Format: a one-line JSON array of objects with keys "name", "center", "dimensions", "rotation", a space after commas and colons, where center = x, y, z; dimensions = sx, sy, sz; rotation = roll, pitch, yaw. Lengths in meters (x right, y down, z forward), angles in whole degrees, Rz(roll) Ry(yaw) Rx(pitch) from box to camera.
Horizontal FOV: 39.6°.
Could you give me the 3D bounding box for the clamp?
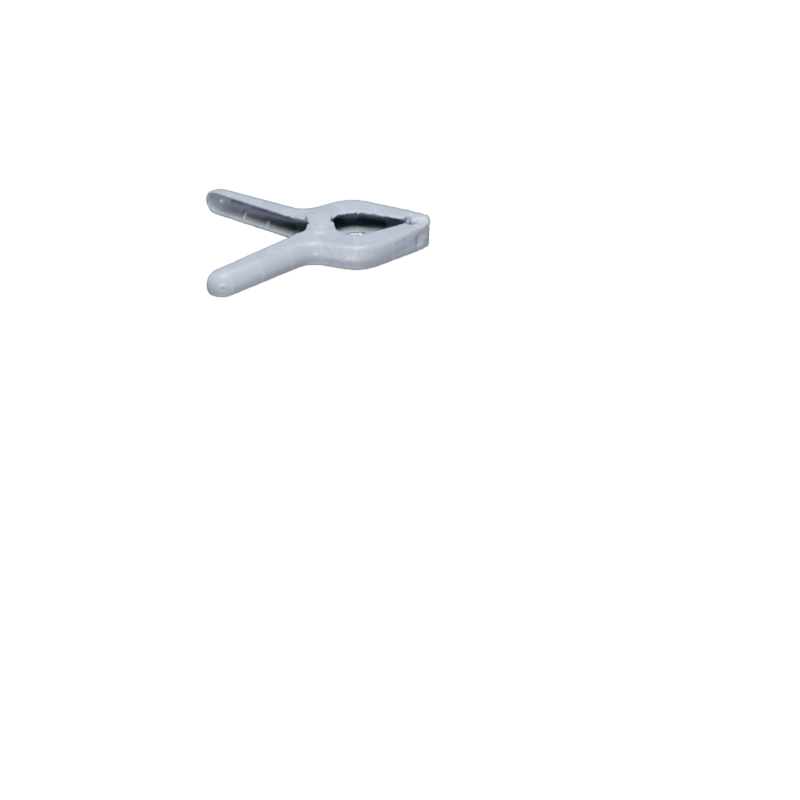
[{"name": "clamp", "center": [-0.078, -0.142, 0.994], "dimensions": [0.210, 0.034, 0.176], "rotation": [0, 37, 0]}]
